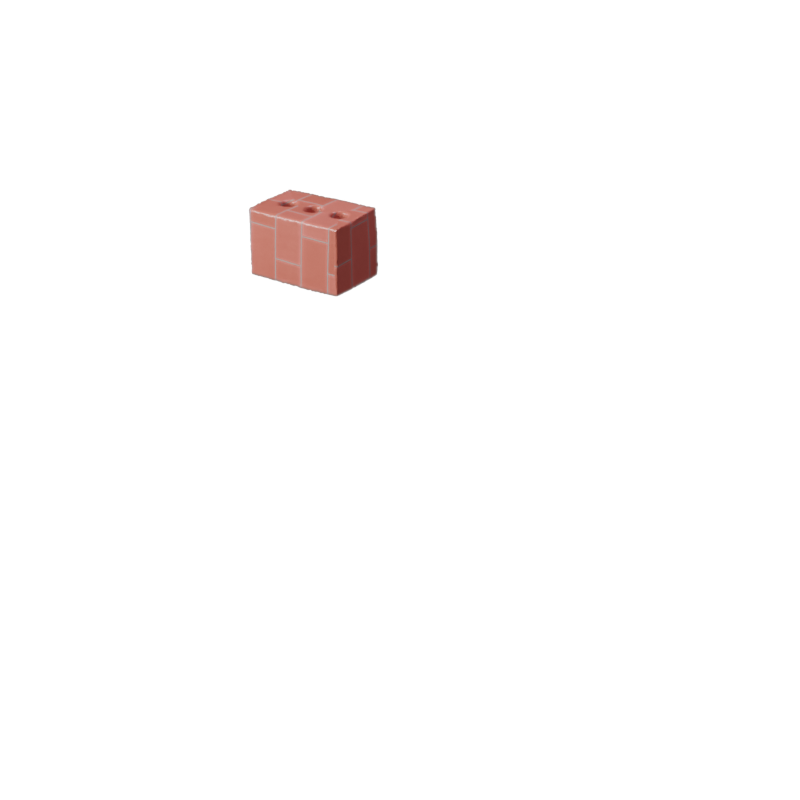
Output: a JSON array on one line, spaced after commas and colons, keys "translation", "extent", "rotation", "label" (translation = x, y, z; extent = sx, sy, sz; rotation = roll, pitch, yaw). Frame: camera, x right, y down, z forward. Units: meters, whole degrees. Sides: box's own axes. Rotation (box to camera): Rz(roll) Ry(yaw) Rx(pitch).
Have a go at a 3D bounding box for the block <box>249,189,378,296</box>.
[{"translation": [-0.062, -0.113, 0.789], "extent": [0.082, 0.049, 0.053], "rotation": [16, 29, 29], "label": "block"}]
